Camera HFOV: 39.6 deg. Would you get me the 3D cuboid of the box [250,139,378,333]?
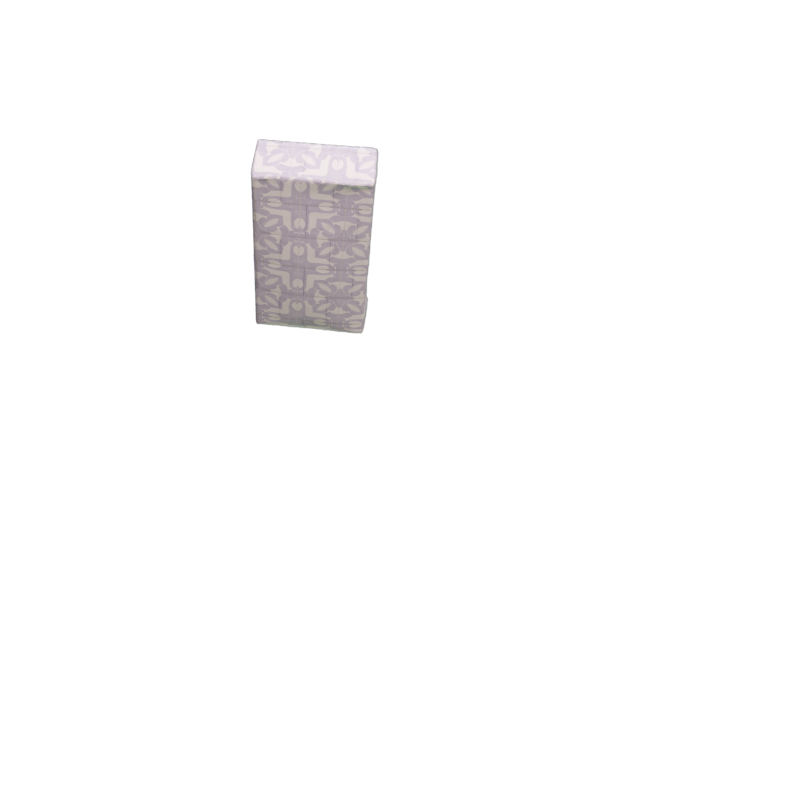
[{"bbox_3d":[-0.068,-0.124,0.869,0.094,0.051,0.165,6,-35,1],"label":"box"}]
